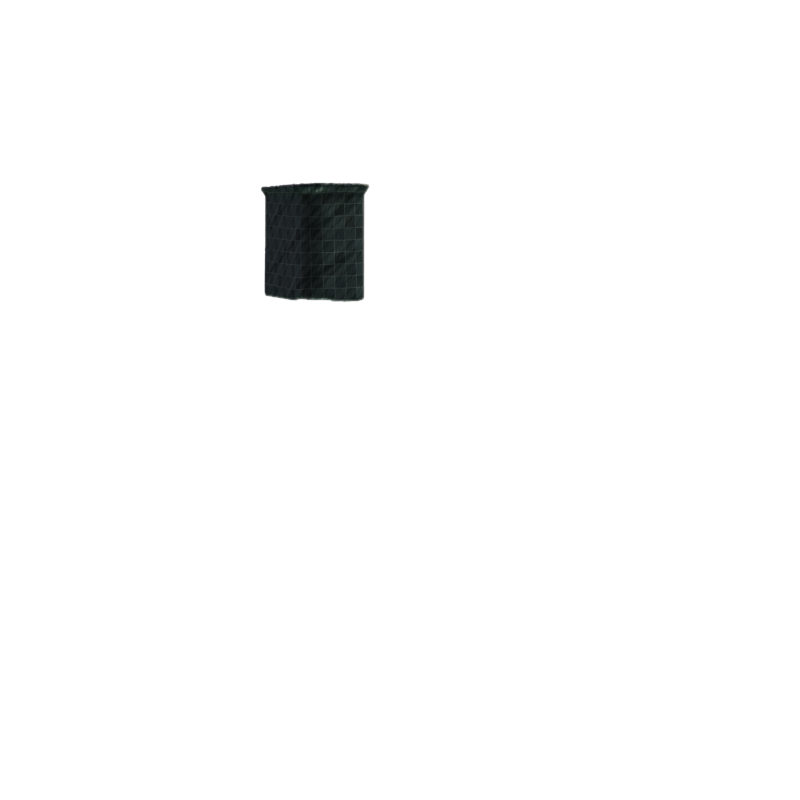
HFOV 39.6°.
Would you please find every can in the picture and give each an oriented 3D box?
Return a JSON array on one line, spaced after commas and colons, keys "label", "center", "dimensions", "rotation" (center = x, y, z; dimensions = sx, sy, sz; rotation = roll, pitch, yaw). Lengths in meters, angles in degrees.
[{"label": "can", "center": [-0.064, -0.117, 0.822], "dimensions": [0.056, 0.083, 0.106], "rotation": [-2, 6, -26]}]
